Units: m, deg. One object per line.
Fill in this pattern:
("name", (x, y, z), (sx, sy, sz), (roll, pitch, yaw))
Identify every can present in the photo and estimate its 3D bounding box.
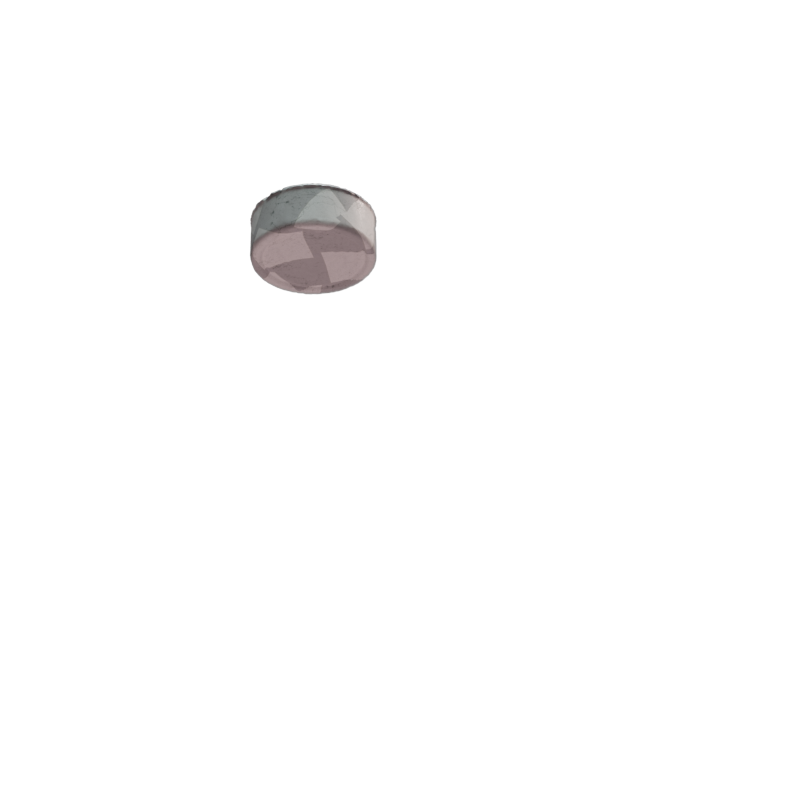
("can", (-0.058, -0.106, 0.745), (0.086, 0.036, 0.081), (1, -29, -2))
